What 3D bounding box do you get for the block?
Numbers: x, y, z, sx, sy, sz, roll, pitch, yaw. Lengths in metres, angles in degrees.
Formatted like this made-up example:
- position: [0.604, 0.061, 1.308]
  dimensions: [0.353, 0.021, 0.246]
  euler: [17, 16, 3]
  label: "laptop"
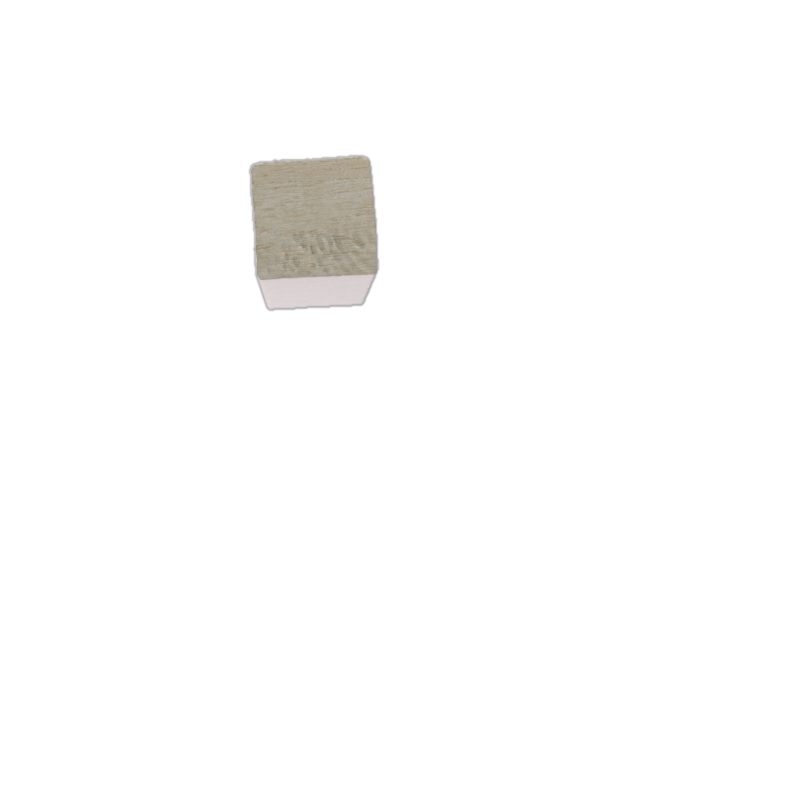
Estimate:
- position: [-0.071, -0.130, 0.909]
  dimensions: [0.090, 0.092, 0.204]
  euler: [-4, -2, -4]
  label: "block"
